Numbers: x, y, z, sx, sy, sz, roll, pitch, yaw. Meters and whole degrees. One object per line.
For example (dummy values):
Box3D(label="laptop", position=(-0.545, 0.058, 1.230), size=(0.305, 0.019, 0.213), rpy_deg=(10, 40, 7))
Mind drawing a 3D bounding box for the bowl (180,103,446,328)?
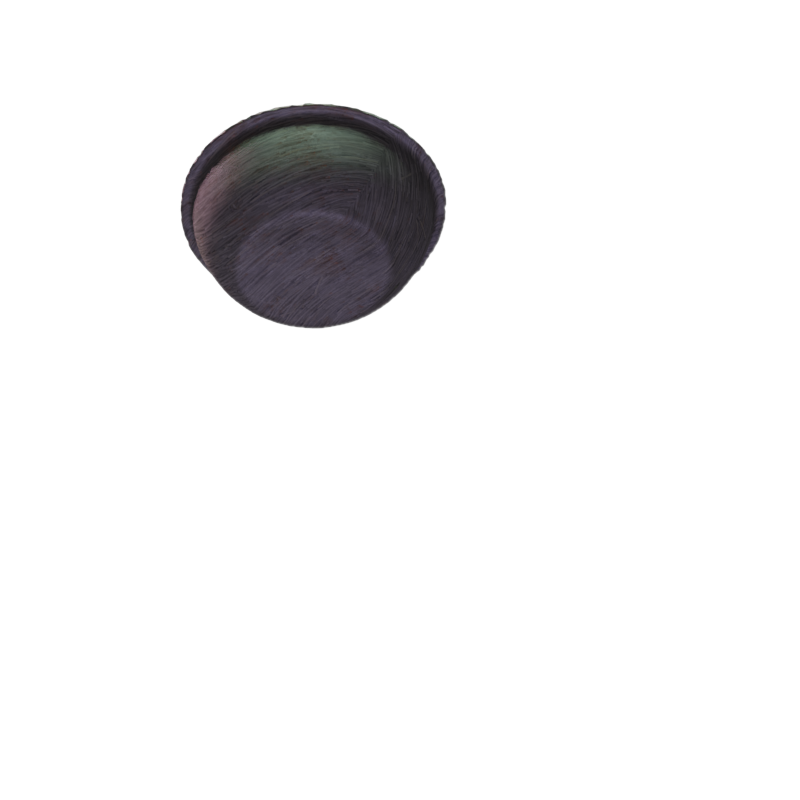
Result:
Box3D(label="bowl", position=(-0.051, -0.094, 0.655), size=(0.162, 0.151, 0.059), rpy_deg=(1, 45, -1))
